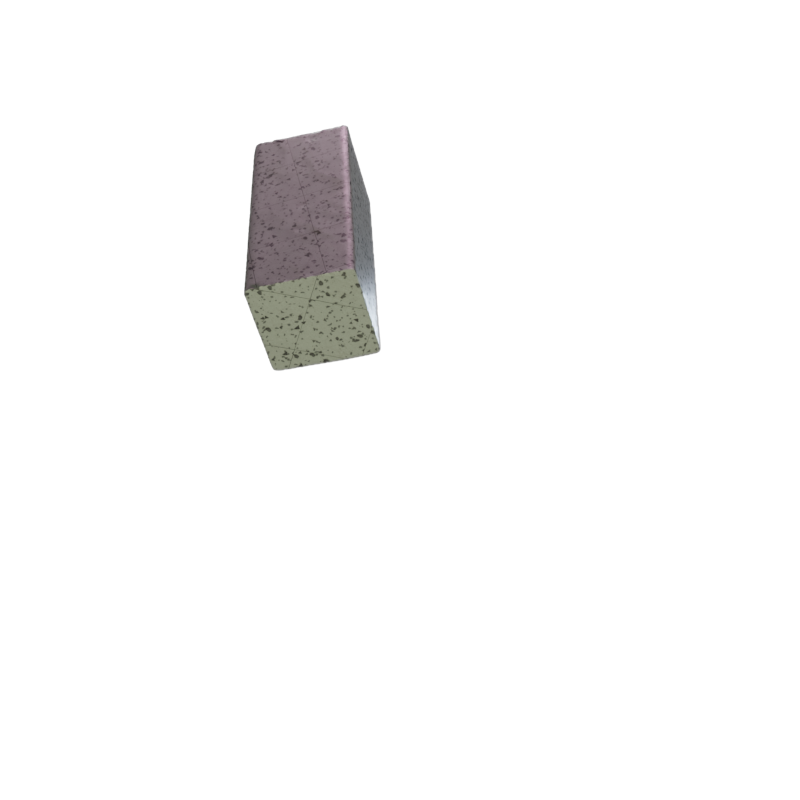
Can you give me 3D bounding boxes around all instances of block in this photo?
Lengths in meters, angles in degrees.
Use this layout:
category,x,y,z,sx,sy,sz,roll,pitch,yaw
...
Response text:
category,x,y,z,sx,sy,sz,roll,pitch,yaw
block,-0.074,-0.133,0.936,0.091,0.084,0.221,-12,42,7
